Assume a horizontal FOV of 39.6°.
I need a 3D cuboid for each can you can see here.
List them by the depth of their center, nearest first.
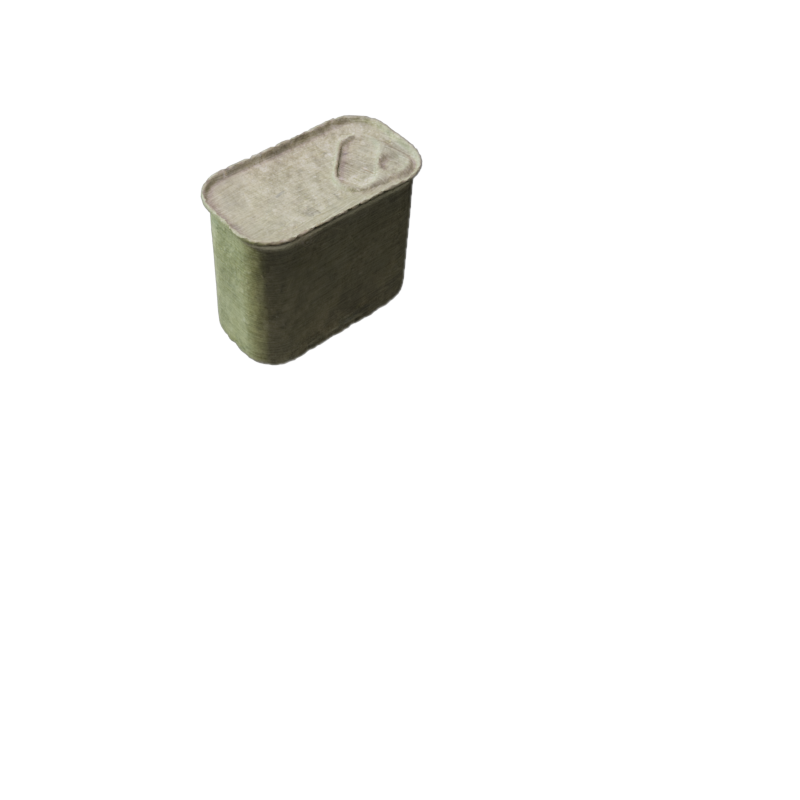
[{"bbox_3d":[-0.041,-0.076,0.529,0.102,0.078,0.062,-31,55,-27],"label":"can"}]
